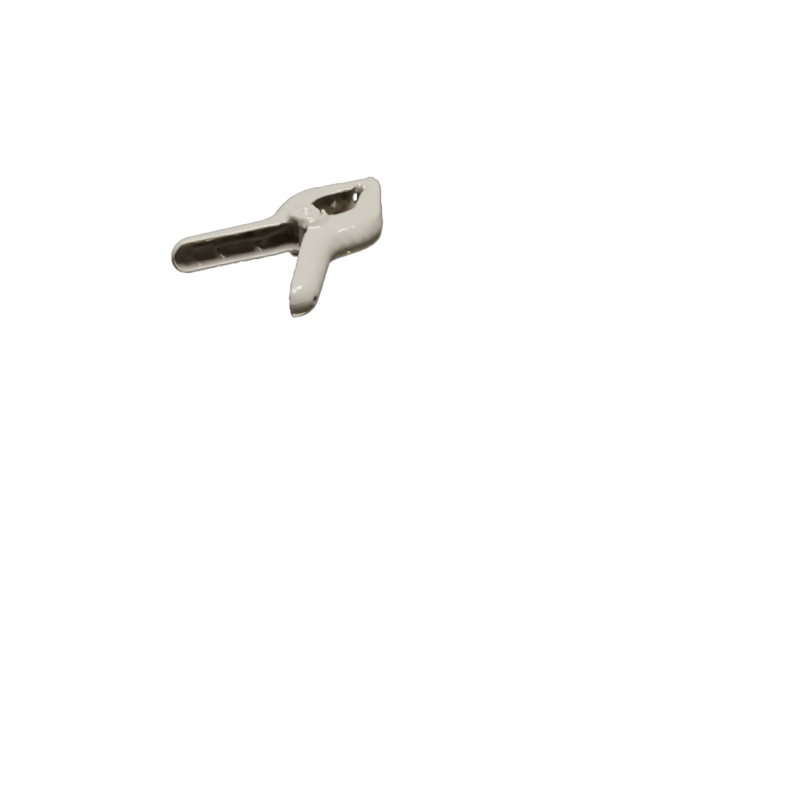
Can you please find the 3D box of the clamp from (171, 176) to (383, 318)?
[{"bbox_3d":[-0.061,-0.111,0.780,0.172,0.037,0.128,-32,49,-33],"label":"clamp"}]
